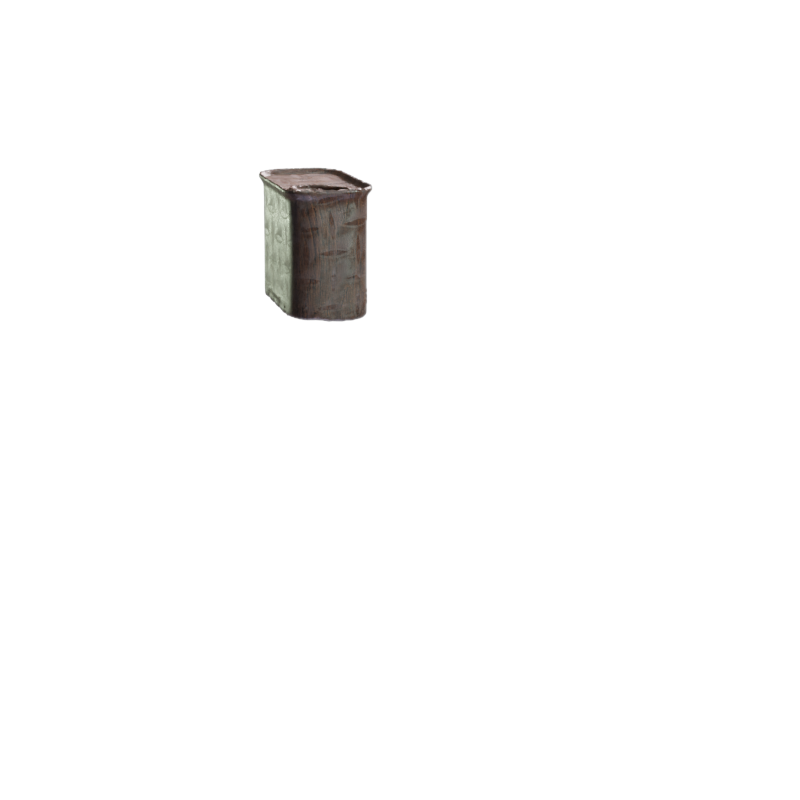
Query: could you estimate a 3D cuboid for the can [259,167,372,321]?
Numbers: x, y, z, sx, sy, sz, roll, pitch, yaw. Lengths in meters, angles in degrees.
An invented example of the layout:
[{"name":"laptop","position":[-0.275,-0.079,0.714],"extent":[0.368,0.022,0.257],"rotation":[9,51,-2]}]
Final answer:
[{"name":"can","position":[-0.056,-0.103,0.722],"extent":[0.056,0.081,0.107],"rotation":[-4,17,-18]}]
